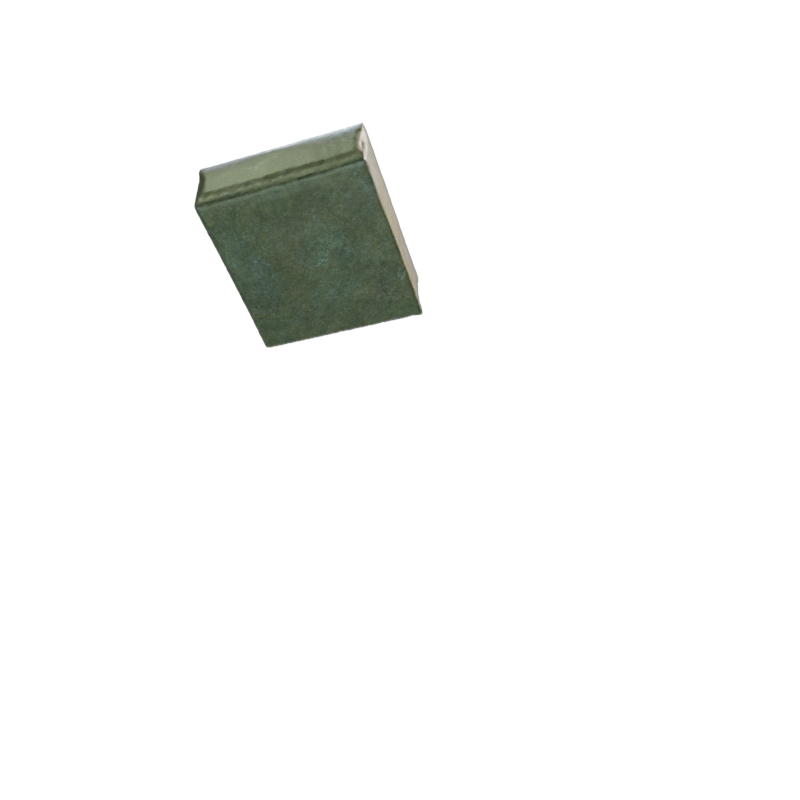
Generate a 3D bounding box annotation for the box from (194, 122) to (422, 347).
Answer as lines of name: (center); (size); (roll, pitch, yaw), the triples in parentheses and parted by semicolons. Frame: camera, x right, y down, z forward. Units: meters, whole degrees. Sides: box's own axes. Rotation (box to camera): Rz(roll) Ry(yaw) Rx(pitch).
box: (-0.037, -0.067, 0.473); (0.074, 0.082, 0.032); (-13, 42, 11)
